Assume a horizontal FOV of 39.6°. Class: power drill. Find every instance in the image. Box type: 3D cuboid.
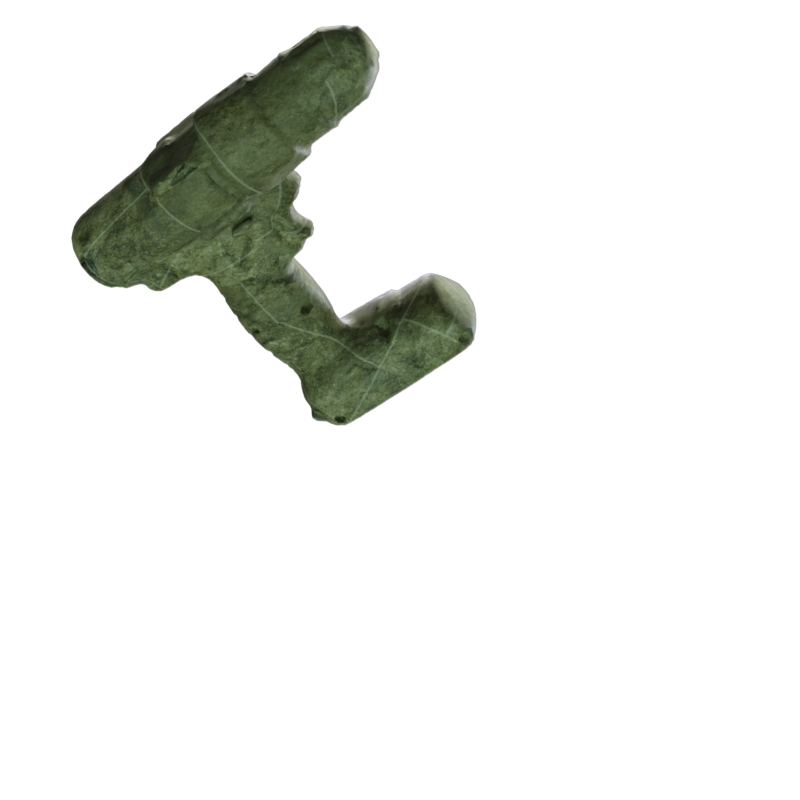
[{"bbox_3d":[-0.044,-0.081,0.568,0.183,0.061,0.176,-33,-59,23],"label":"power drill"}]
